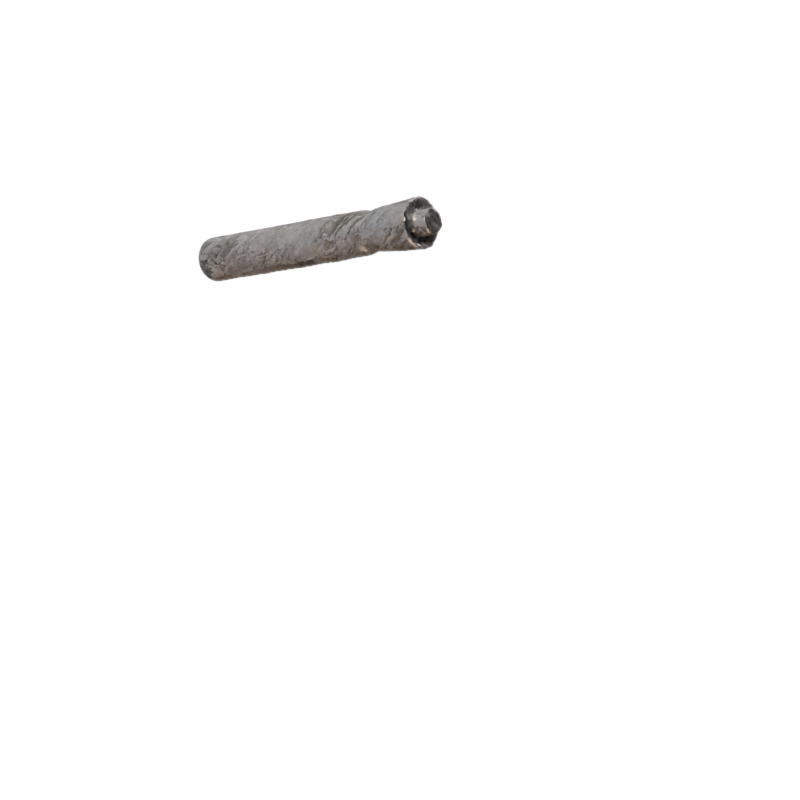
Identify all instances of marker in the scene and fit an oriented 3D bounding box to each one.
[{"bbox_3d":[-0.033,-0.061,0.426,0.125,0.020,0.019,-2,2,44],"label":"marker"}]
